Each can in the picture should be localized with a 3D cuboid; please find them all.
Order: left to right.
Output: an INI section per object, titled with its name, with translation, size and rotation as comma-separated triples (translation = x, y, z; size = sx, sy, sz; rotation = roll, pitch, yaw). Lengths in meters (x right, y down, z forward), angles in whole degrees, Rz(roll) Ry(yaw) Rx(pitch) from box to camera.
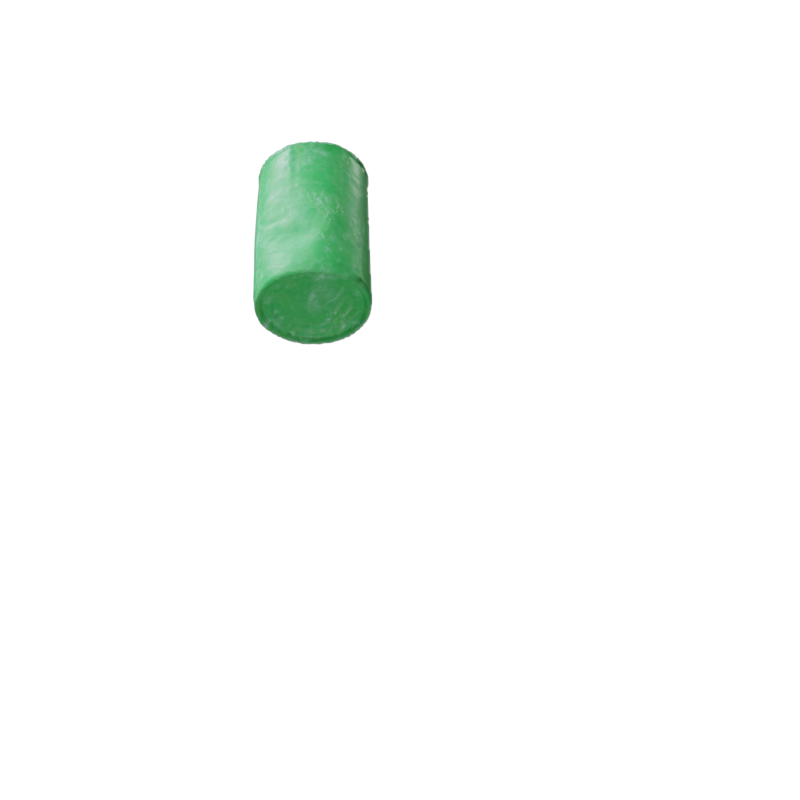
[can]
translation = -0.051, -0.092, 0.648
size = 0.068, 0.110, 0.064
rotation = -1, -39, -3
